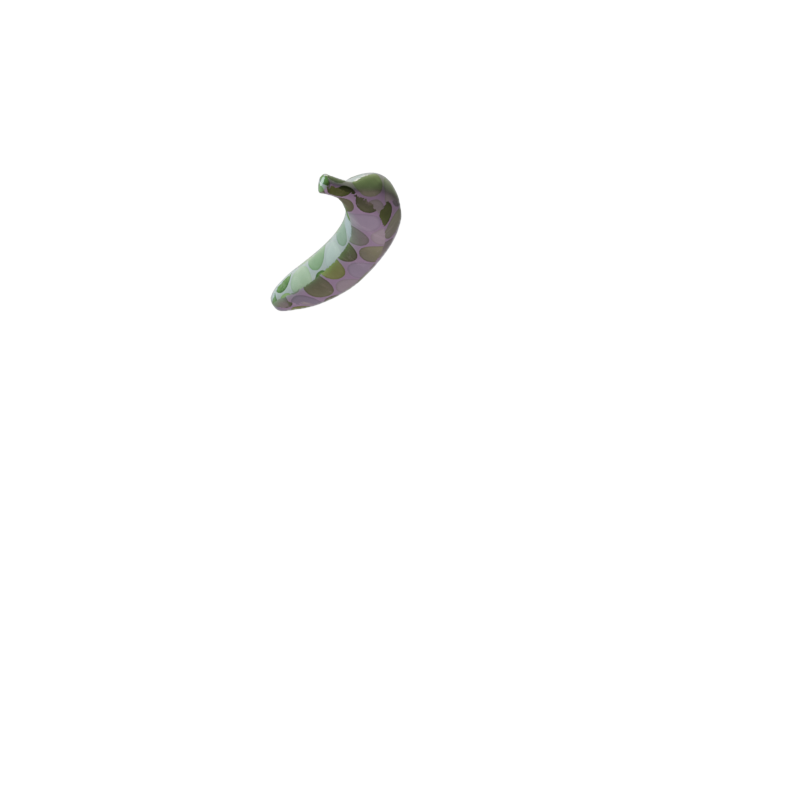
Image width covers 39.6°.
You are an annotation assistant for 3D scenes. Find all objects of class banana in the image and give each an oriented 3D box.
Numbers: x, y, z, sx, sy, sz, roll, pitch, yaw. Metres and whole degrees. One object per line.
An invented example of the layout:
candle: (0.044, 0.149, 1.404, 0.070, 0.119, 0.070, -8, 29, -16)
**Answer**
banana: (-0.041, -0.110, 0.769, 0.068, 0.039, 0.191, 5, -22, -14)
